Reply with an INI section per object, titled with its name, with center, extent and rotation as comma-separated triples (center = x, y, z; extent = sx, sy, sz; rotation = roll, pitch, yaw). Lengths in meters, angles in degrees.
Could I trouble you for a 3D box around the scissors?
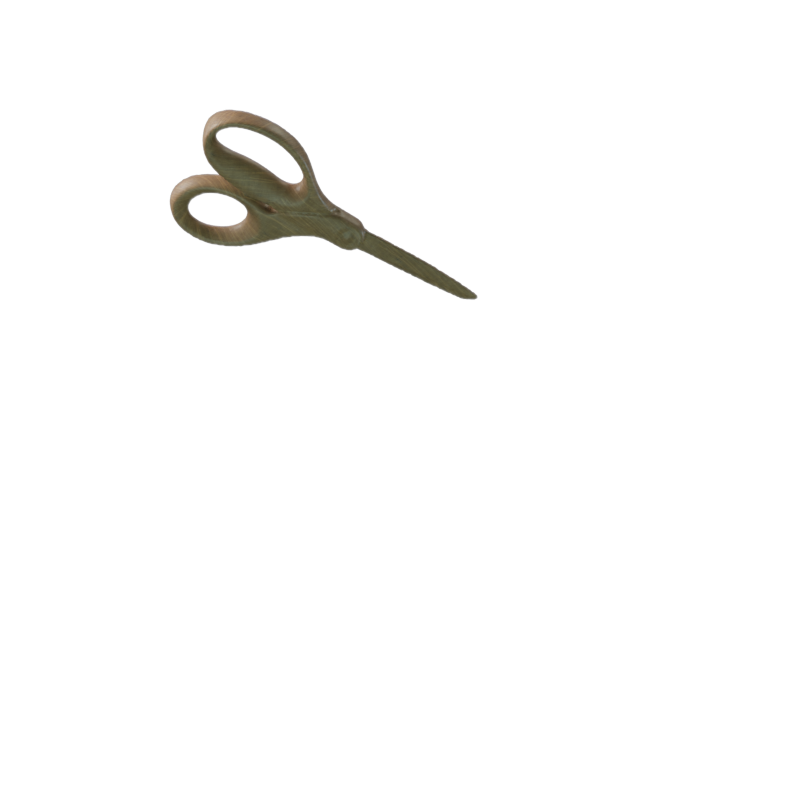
[scissors]
center = -0.051, -0.093, 0.653
extent = 0.096, 0.017, 0.189
rotation = -32, -54, 27
